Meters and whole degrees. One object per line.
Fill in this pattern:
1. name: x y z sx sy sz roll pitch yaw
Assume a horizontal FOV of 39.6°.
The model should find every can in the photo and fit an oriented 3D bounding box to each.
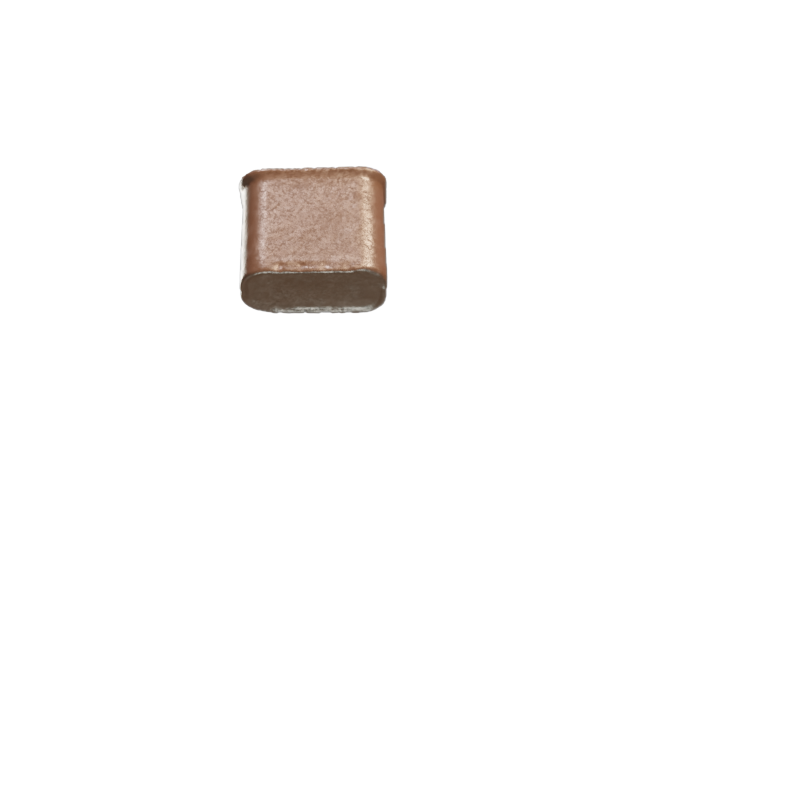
1. can: -0.058 -0.106 0.746 0.102 0.089 0.054 -1 -32 0
